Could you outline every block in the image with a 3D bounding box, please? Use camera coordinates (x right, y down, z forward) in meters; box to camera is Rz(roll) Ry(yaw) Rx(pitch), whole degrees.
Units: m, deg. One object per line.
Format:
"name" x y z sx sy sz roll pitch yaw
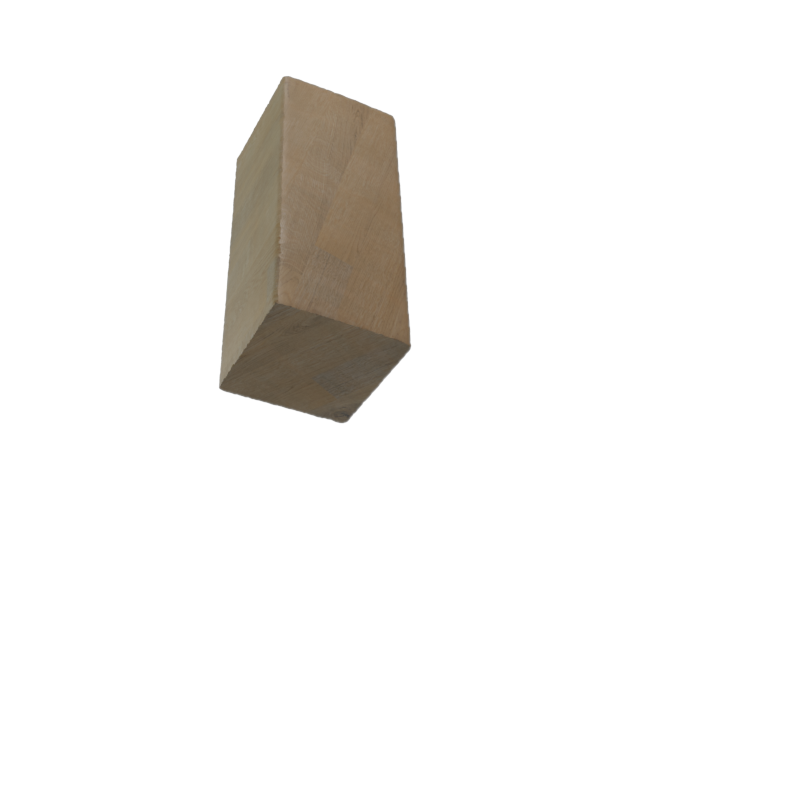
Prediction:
"block" -0.056 -0.104 0.726 0.087 0.221 0.088 17 -44 -22
